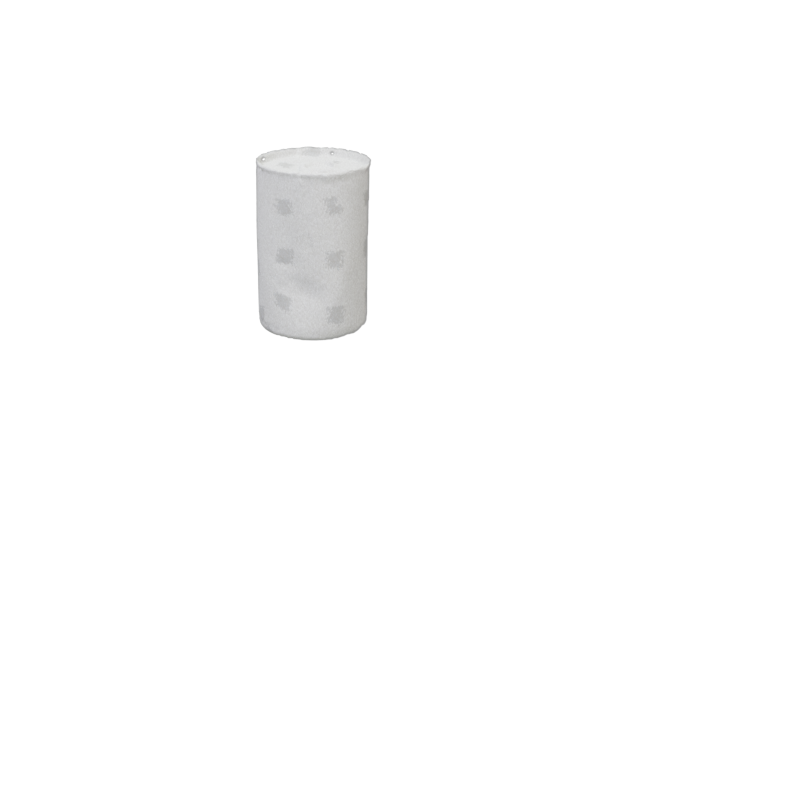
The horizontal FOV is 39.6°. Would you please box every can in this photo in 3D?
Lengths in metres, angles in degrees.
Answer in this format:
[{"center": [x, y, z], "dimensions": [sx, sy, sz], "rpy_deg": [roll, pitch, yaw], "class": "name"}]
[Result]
[{"center": [-0.052, -0.095, 0.665], "dimensions": [0.068, 0.098, 0.072], "rpy_deg": [0, 20, -2], "class": "can"}]
